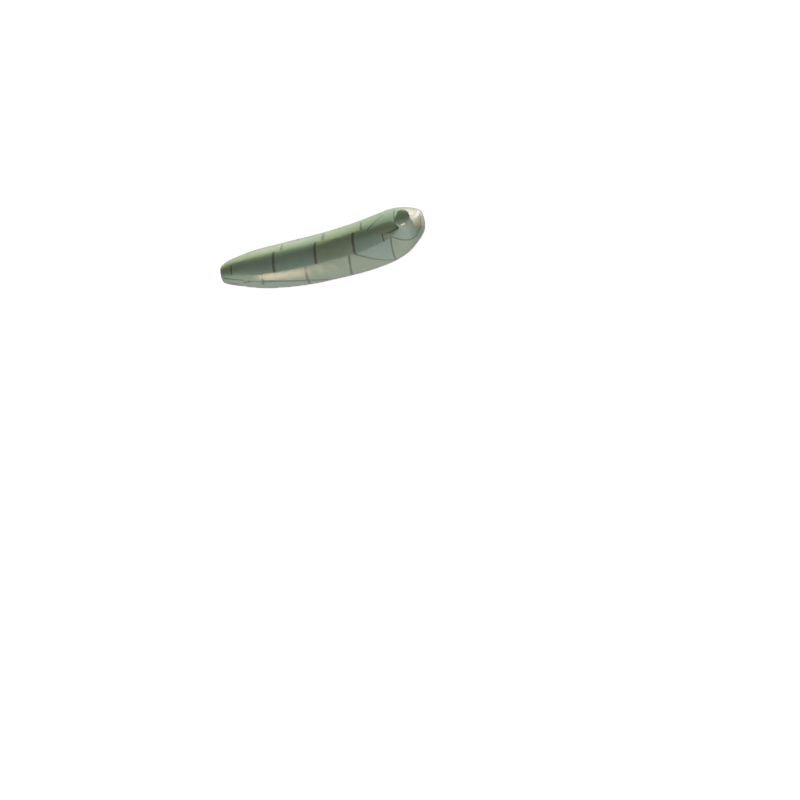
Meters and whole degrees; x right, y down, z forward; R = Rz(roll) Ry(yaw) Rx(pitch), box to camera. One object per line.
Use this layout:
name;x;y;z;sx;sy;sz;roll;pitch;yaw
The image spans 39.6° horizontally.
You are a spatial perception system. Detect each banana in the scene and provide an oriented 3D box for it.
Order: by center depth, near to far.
banana;-0.050;-0.116;0.838;0.201;0.038;0.065;-12;-19;41
